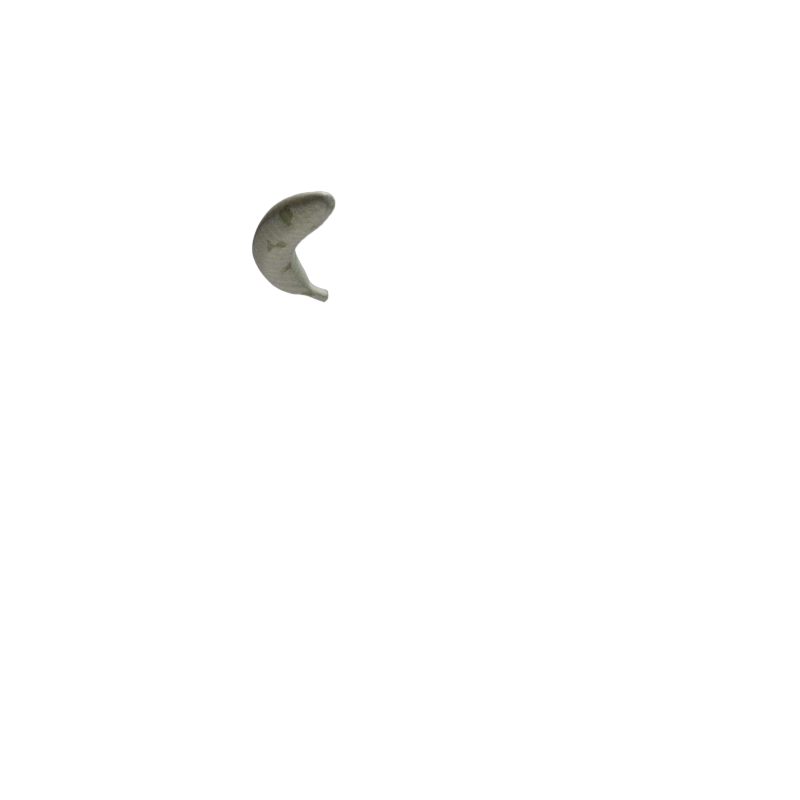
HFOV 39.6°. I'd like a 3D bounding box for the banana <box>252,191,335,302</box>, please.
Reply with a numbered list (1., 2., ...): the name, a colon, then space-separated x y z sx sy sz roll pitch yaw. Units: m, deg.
1. banana: -0.093 -0.135 0.953 0.069 0.038 0.189 1 -17 -4
